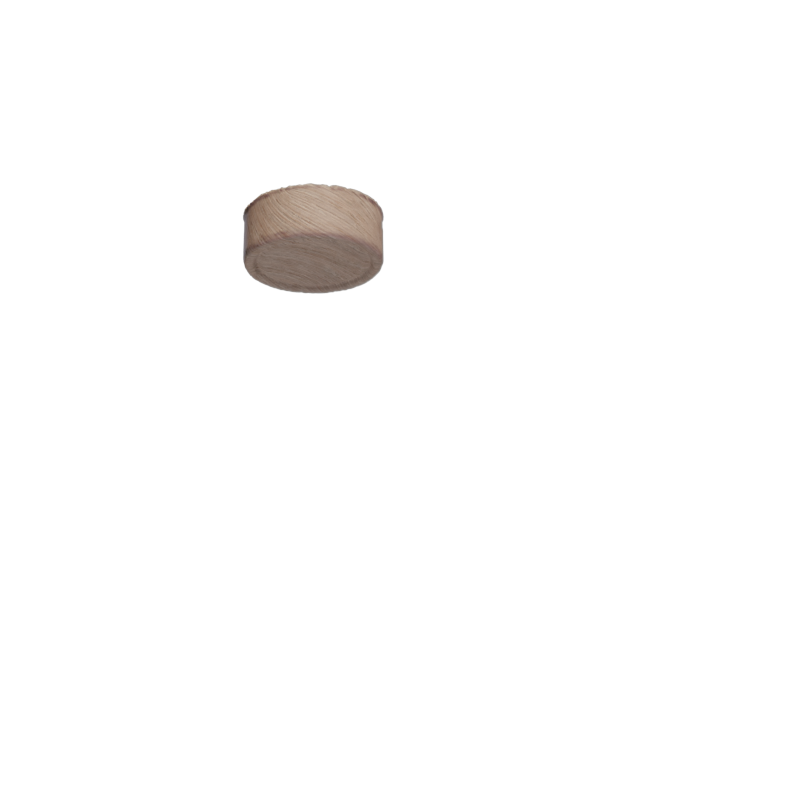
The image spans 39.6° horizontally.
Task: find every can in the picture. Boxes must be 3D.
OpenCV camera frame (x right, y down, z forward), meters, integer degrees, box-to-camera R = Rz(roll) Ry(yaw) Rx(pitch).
[{"bbox_3d":[-0.052,-0.096,0.670,0.086,0.035,0.082,0,-20,-2],"label":"can"}]
